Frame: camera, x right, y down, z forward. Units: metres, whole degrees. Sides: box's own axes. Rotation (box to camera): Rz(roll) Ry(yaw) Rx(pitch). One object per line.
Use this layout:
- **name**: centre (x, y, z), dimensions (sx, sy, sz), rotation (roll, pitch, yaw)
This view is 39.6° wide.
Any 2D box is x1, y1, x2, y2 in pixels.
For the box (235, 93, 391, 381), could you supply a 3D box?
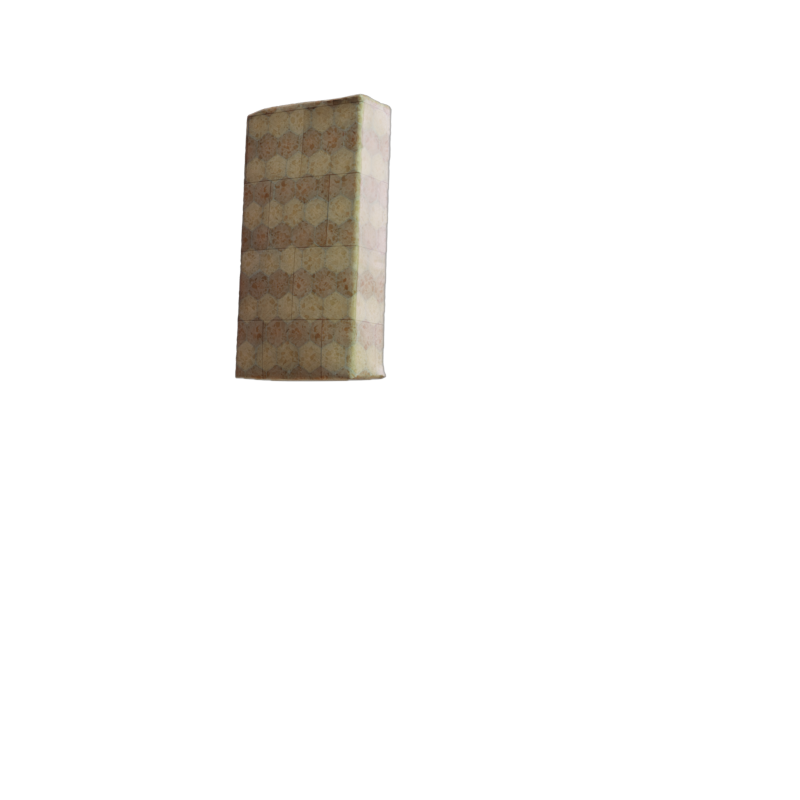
- **box**: centre (-0.056, -0.101, 0.705), dimensions (0.096, 0.179, 0.046), rotation (-4, -7, 32)
